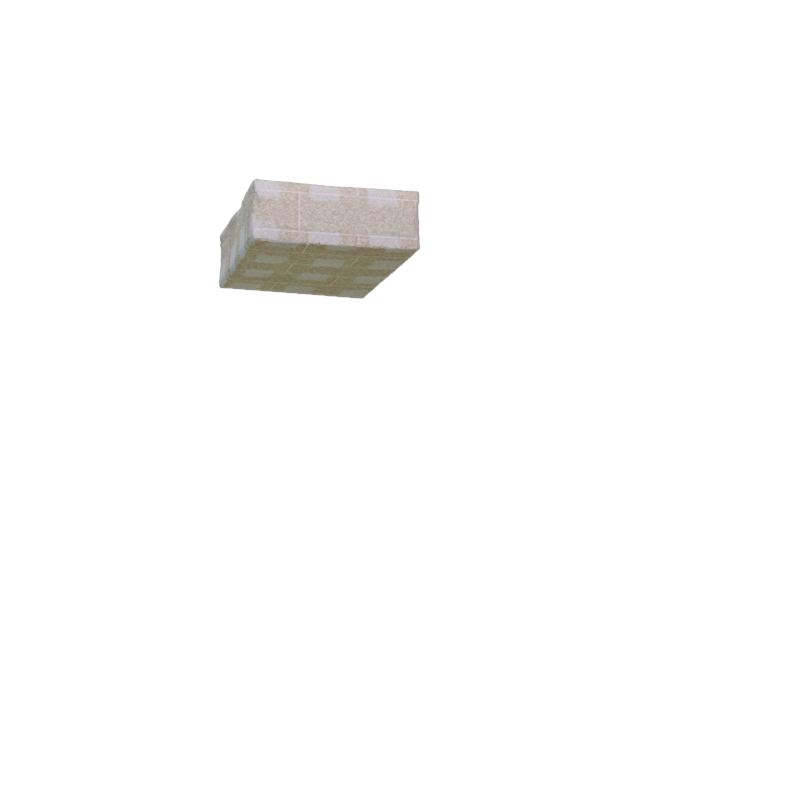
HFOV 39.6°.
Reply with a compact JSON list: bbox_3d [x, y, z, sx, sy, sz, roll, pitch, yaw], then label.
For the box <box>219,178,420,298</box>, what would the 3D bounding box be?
[{"bbox_3d":[-0.039,-0.072,0.502,0.071,0.031,0.088,3,-10,-16],"label":"box"}]
